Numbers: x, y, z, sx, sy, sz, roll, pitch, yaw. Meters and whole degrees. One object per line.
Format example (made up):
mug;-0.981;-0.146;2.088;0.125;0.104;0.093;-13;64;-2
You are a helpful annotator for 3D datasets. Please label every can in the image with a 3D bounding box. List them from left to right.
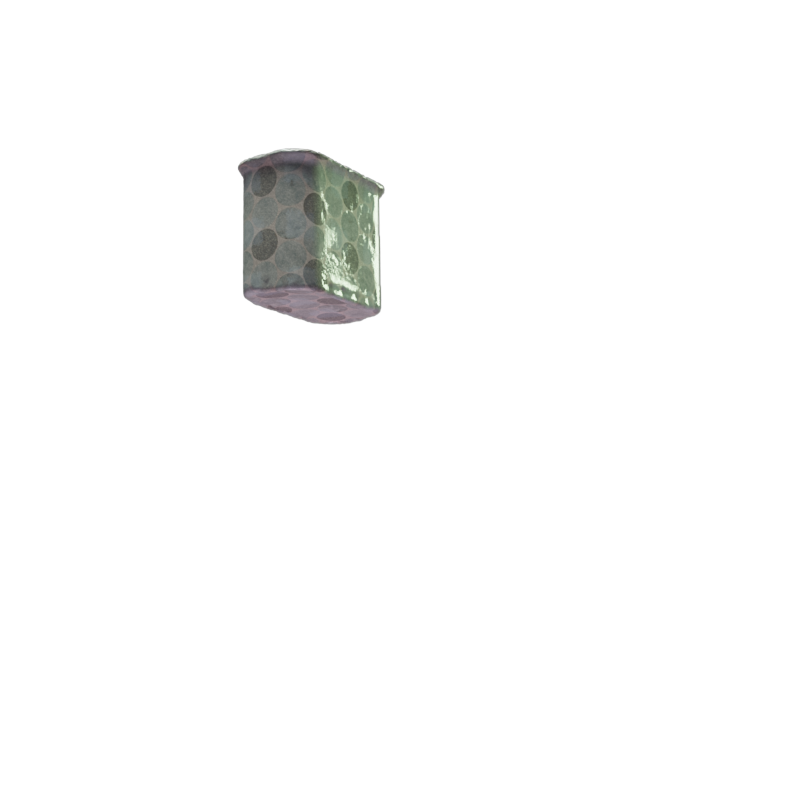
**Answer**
can;-0.053;-0.097;0.676;0.059;0.087;0.096;-10;-15;32
